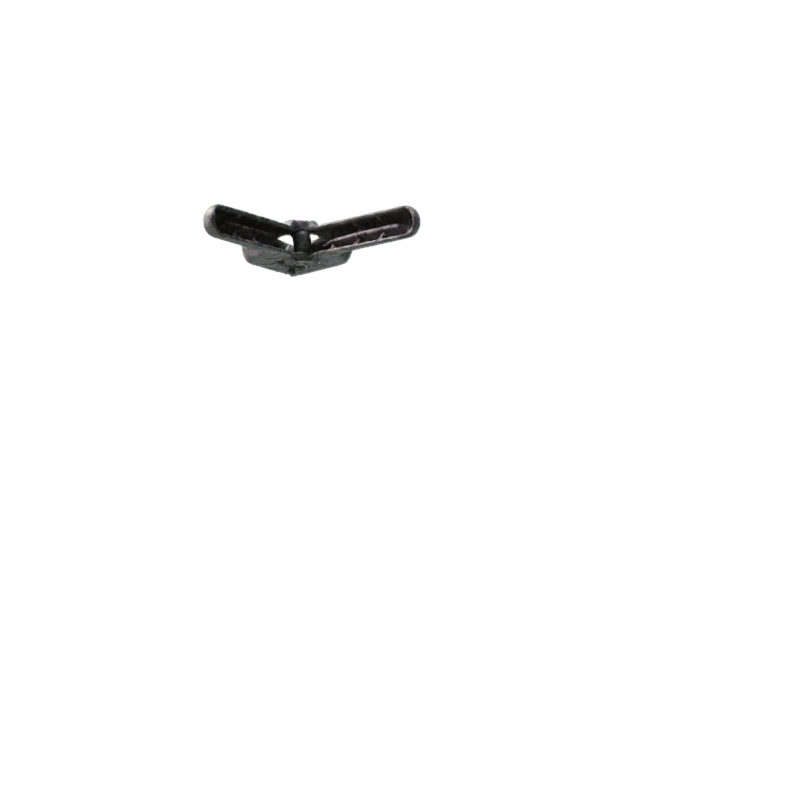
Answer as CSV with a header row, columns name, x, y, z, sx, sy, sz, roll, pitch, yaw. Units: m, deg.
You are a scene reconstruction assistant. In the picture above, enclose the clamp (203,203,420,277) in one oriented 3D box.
name,x,y,z,sx,sy,sz,roll,pitch,yaw
clamp,-0.072,-0.132,0.923,0.164,0.037,0.207,0,-3,-2
